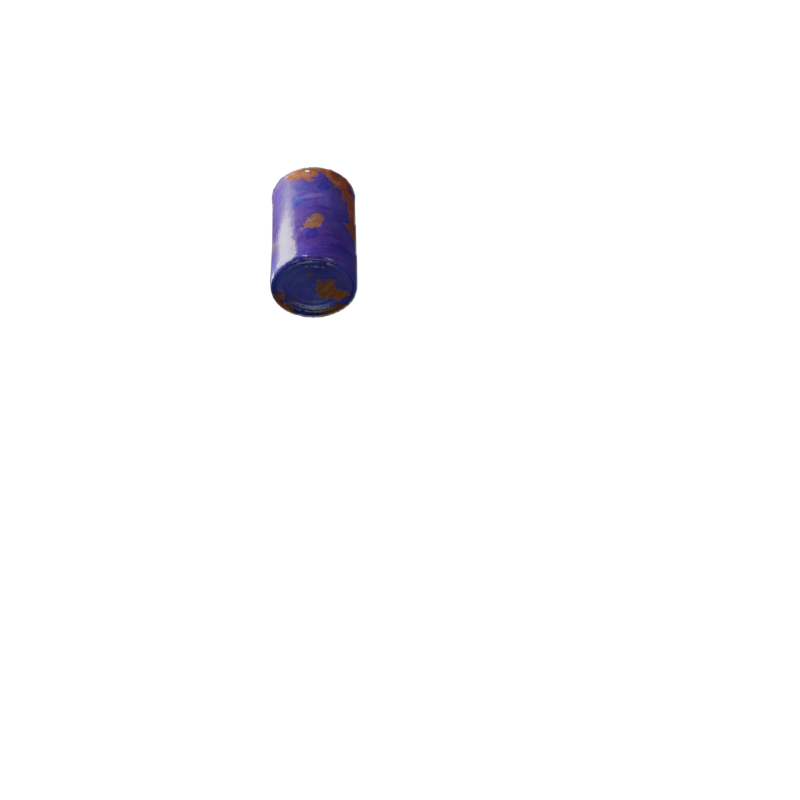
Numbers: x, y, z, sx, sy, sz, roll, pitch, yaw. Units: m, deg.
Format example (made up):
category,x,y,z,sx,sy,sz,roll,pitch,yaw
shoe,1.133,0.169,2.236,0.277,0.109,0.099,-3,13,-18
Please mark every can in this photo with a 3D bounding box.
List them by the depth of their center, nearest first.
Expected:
category,x,y,z,sx,sy,sz,roll,pitch,yaw
can,-0.068,-0.123,0.864,0.068,0.110,0.064,-1,-42,-3
